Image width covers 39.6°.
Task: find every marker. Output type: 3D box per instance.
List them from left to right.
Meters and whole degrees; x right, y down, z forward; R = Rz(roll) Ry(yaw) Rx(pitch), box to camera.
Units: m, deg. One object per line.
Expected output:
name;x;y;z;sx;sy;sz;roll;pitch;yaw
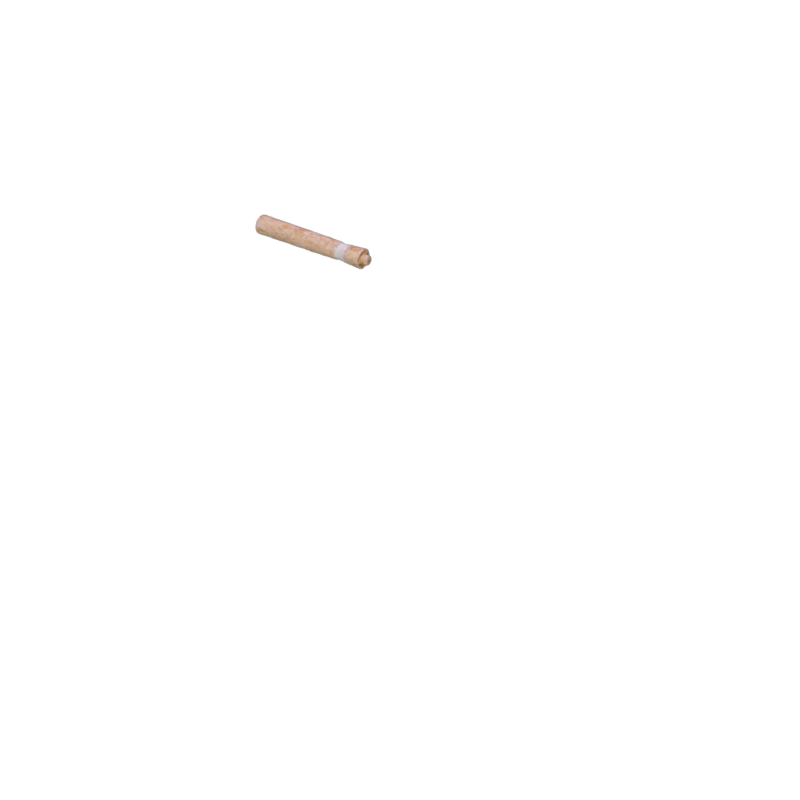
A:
marker;-0.077;-0.141;0.985;0.128;0.019;0.019;23;15;31
